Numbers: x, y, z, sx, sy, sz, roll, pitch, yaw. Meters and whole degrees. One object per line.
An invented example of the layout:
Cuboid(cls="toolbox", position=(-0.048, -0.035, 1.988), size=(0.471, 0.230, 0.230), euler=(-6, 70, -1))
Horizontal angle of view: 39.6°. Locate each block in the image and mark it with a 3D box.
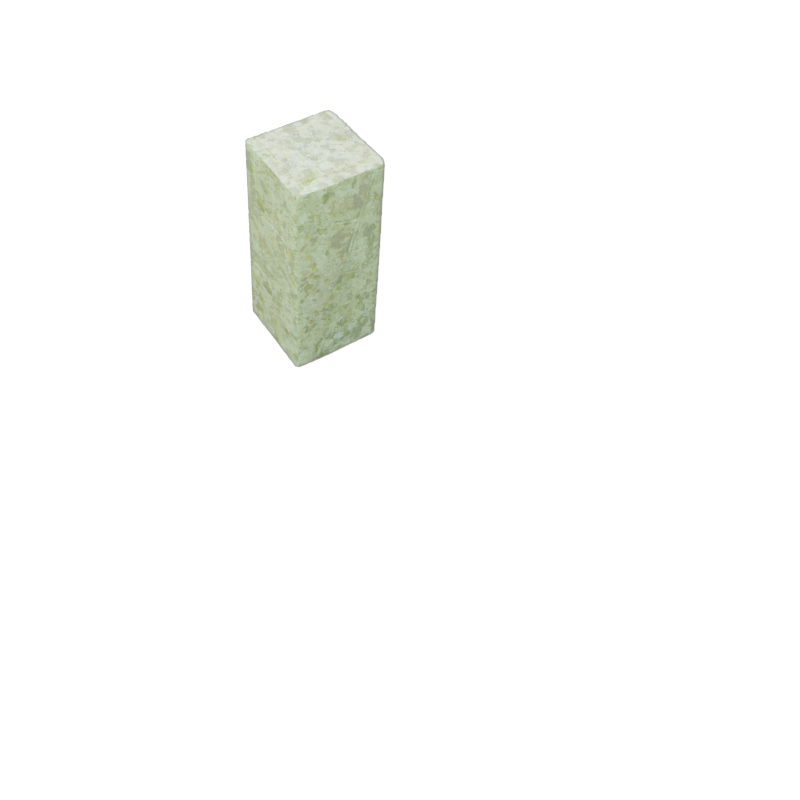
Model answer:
Cuboid(cls="block", position=(-0.077, -0.142, 0.996), size=(0.090, 0.192, 0.098), euler=(-24, 52, -24))
